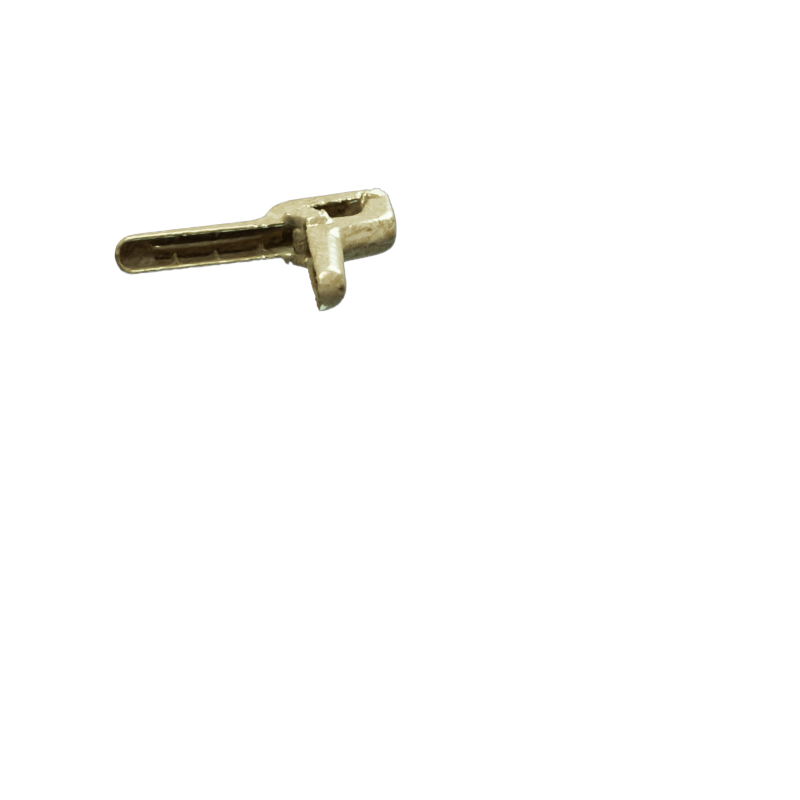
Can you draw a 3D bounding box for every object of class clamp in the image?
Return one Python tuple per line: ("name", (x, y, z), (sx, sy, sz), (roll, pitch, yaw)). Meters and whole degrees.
("clamp", (-0.057, -0.104, 0.727), (0.173, 0.035, 0.208), (17, 28, 34))
